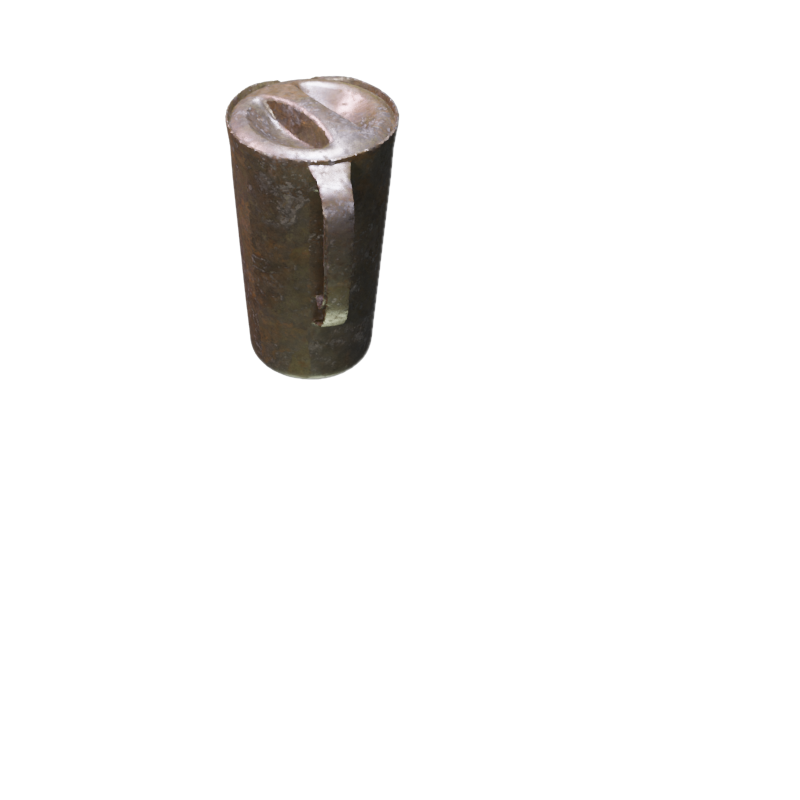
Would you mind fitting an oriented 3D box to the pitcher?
[{"bbox_3d":[-0.071,-0.130,0.908,0.152,0.227,0.153,22,44,22],"label":"pitcher"}]
